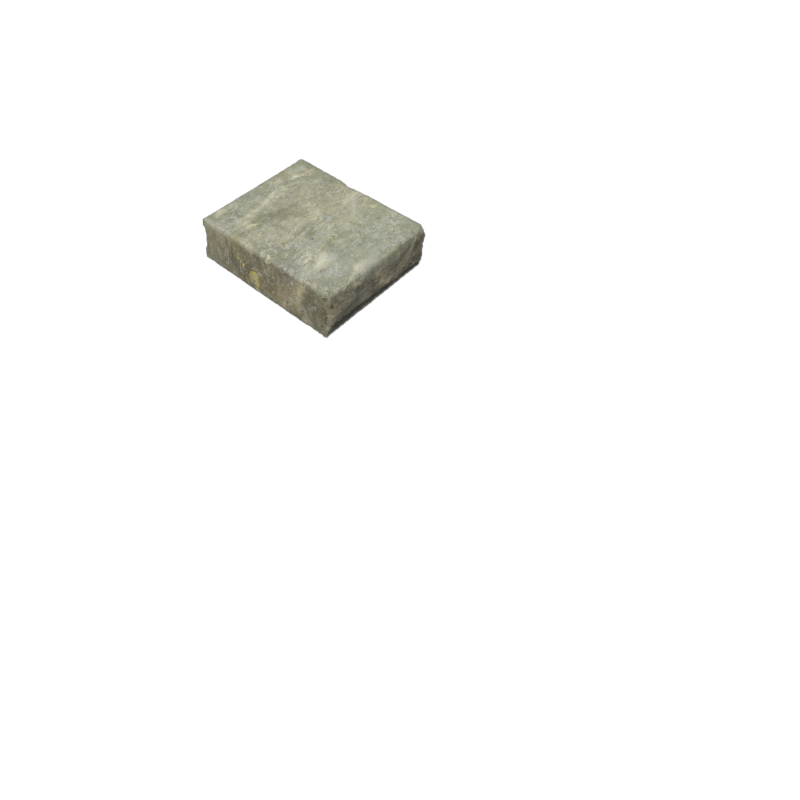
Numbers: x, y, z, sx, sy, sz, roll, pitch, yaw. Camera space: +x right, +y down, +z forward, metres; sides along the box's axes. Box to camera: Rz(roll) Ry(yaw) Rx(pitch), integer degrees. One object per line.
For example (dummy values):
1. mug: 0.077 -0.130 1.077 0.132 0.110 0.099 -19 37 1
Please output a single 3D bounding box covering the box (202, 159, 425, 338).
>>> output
1. box: -0.044 -0.081 0.567 0.095 0.028 0.074 33 53 28
